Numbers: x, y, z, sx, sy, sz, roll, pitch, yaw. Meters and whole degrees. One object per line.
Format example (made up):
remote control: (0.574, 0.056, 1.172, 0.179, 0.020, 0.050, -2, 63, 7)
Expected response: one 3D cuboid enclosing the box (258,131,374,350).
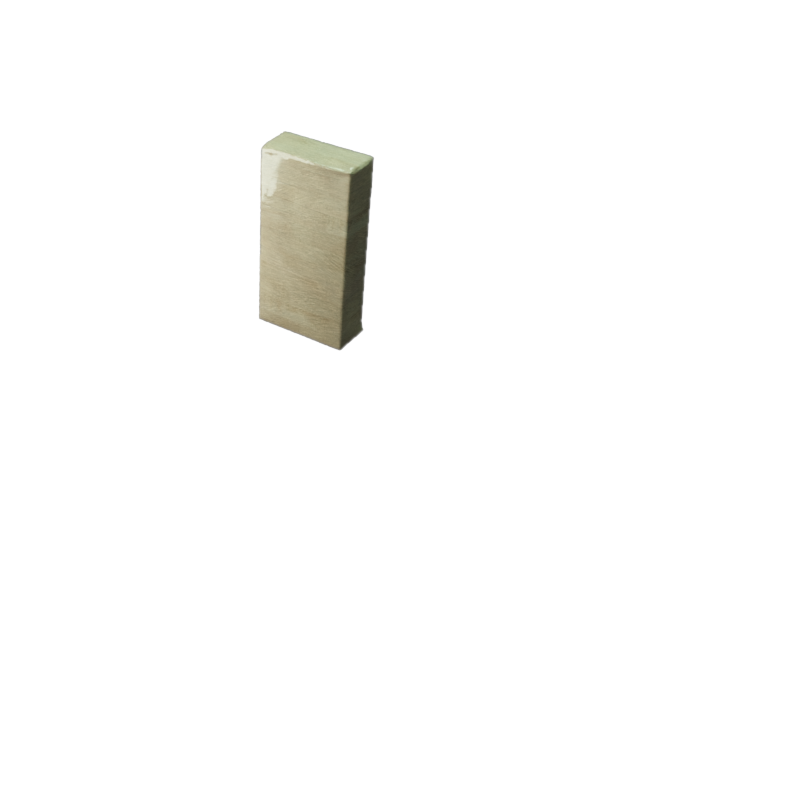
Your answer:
box: (-0.076, -0.138, 0.969, 0.098, 0.165, 0.049, 21, 37, 25)
